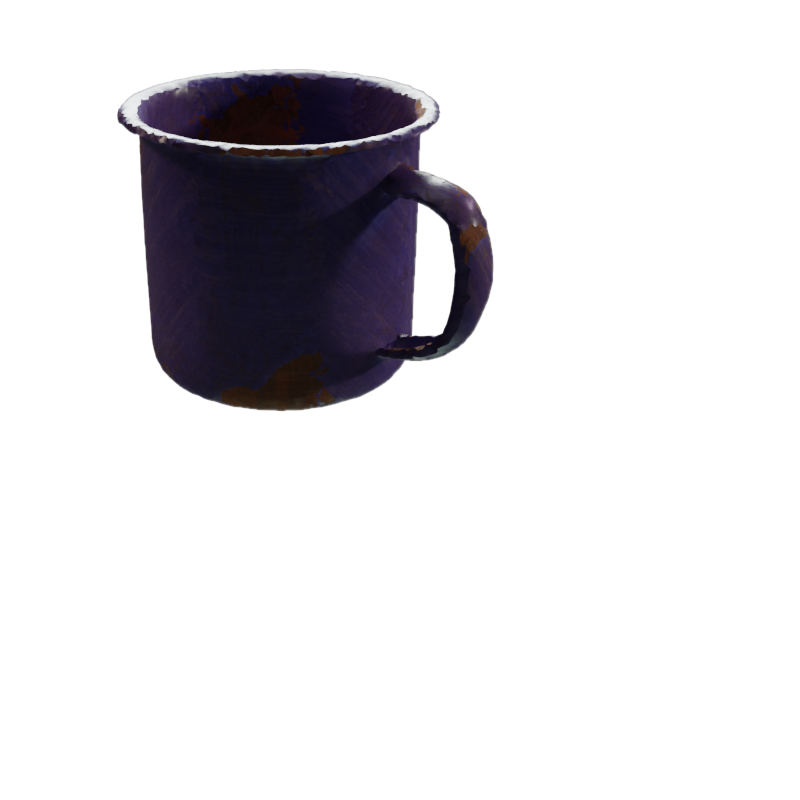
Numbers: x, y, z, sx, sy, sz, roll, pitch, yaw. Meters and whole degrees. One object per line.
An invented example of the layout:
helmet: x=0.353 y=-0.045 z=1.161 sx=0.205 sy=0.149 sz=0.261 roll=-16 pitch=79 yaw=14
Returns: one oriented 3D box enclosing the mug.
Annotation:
mug: x=-0.026 y=-0.047 z=0.330 sx=0.123 sy=0.077 sz=0.093 roll=17 pitch=30 yaw=29
